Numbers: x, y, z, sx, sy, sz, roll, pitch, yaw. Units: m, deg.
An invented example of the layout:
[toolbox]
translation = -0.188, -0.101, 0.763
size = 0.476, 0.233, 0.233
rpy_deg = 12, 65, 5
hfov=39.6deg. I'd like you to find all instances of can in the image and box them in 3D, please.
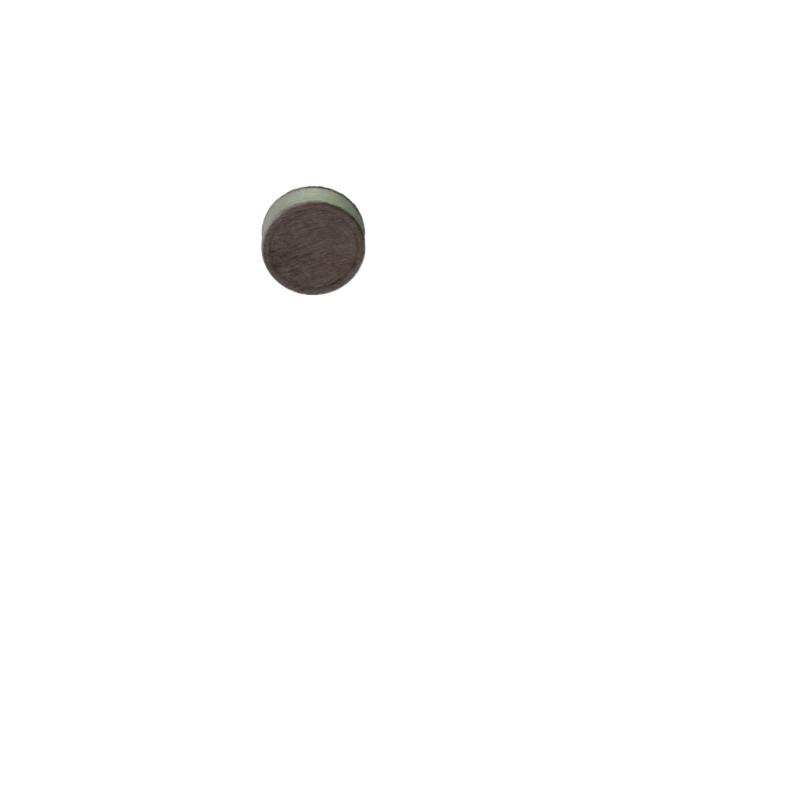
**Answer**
[can]
translation = -0.071, -0.129, 0.904
size = 0.086, 0.081, 0.036
rpy_deg = 1, 28, -1
